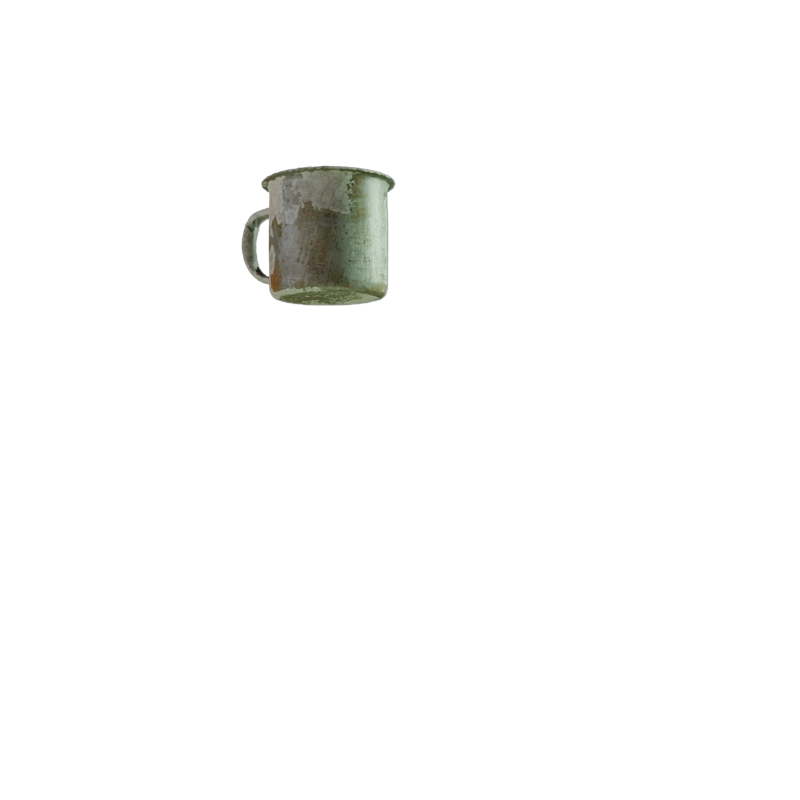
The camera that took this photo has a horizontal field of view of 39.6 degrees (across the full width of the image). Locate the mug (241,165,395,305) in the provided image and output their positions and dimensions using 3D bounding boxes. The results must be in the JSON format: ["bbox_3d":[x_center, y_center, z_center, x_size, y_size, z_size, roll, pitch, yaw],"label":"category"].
[{"bbox_3d":[-0.060,-0.109,0.767,0.120,0.083,0.089,-3,-7,27],"label":"mug"}]
